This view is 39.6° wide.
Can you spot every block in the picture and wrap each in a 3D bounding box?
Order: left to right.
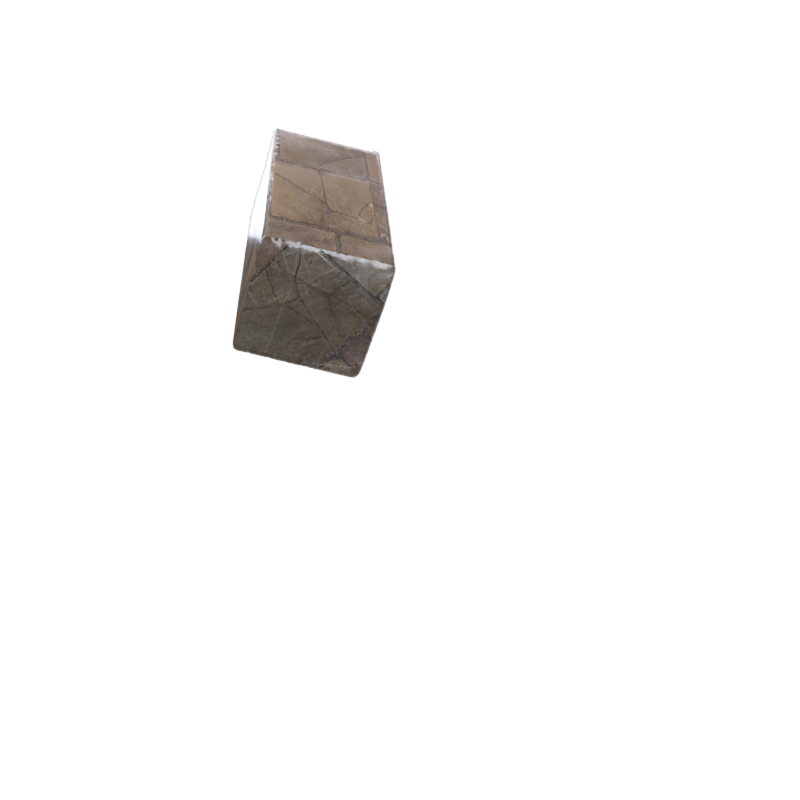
[{"bbox_3d":[-0.064,-0.116,0.815,0.089,0.086,0.219,13,29,-11],"label":"block"}]
